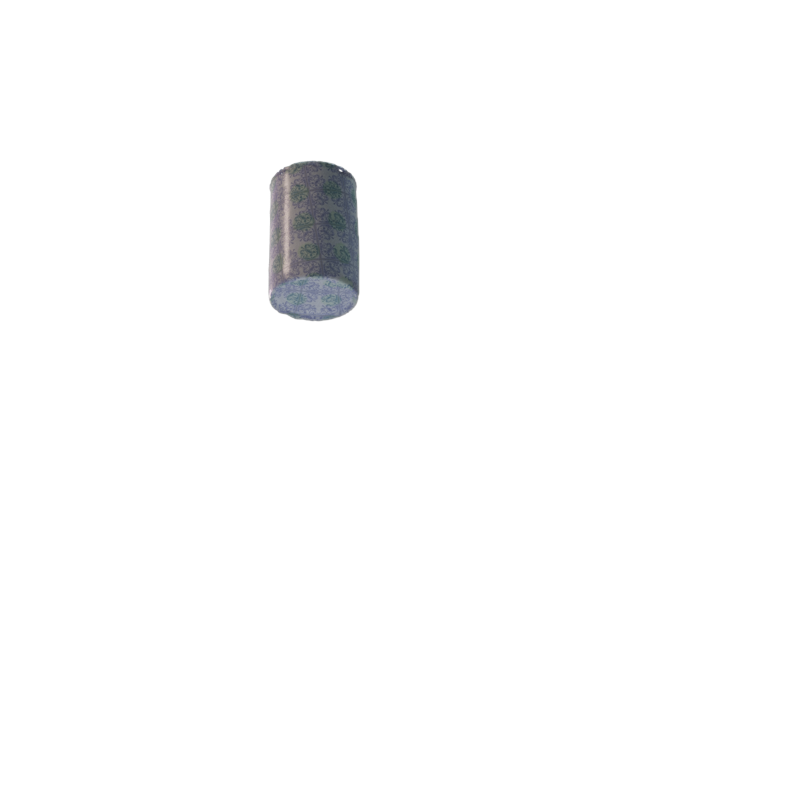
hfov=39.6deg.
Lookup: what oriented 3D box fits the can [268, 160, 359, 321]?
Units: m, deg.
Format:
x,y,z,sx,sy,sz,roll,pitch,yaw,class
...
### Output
x,y,z,sx,sy,sz,roll,pitch,yaw,class
-0.065,-0.119,0.834,0.068,0.109,0.064,0,-29,-2,can
